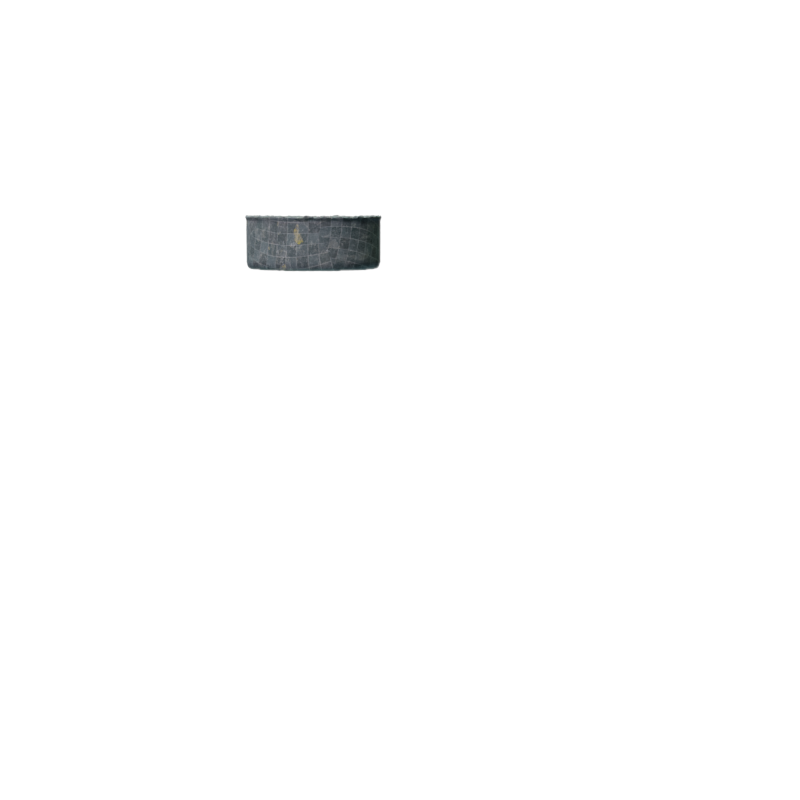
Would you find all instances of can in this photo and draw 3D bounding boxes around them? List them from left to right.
[{"bbox_3d":[-0.055,-0.100,0.699,0.086,0.033,0.087,0,9,-2],"label":"can"}]
